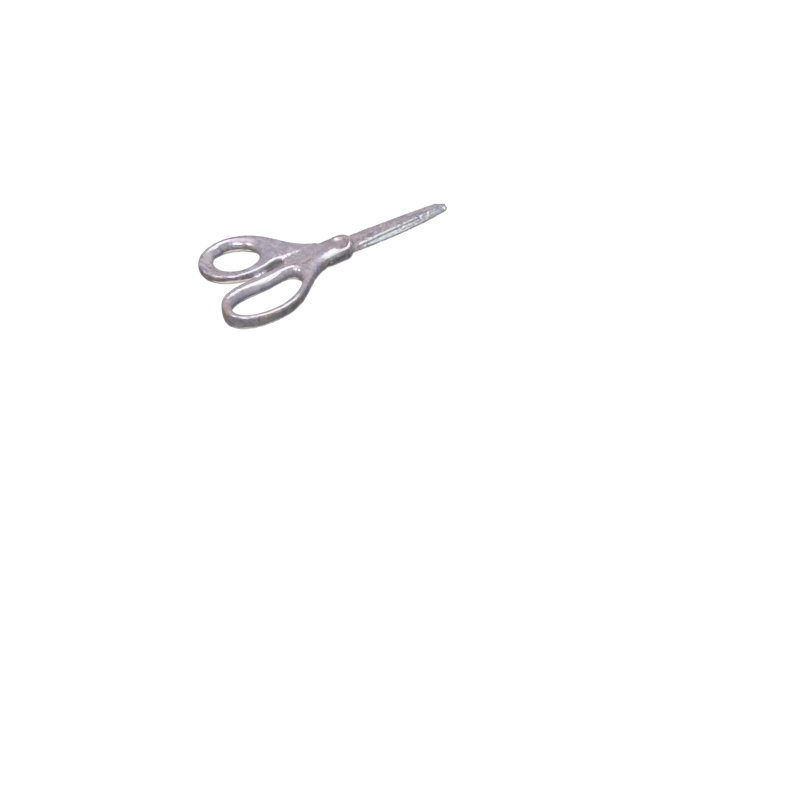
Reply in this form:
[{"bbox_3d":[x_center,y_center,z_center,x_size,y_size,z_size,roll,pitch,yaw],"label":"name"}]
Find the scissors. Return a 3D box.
[{"bbox_3d":[-0.064,-0.118,0.823,0.102,0.015,0.204,31,52,27],"label":"scissors"}]
